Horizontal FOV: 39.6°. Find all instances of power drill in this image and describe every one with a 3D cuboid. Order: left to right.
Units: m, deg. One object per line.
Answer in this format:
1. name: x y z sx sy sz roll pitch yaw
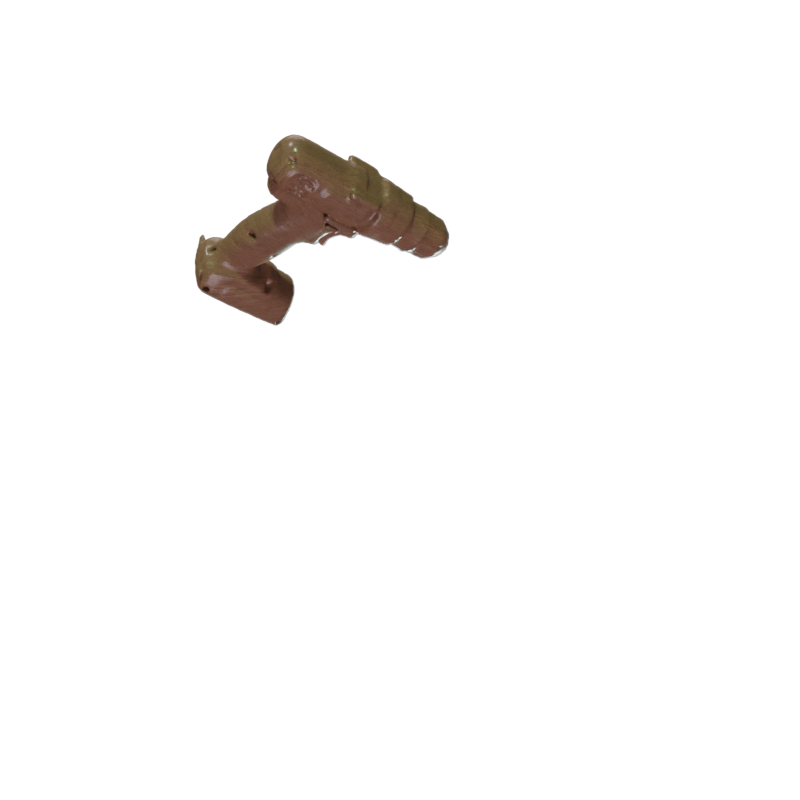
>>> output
1. power drill: -0.076 -0.139 0.972 0.174 0.062 0.185 28 -46 -31
